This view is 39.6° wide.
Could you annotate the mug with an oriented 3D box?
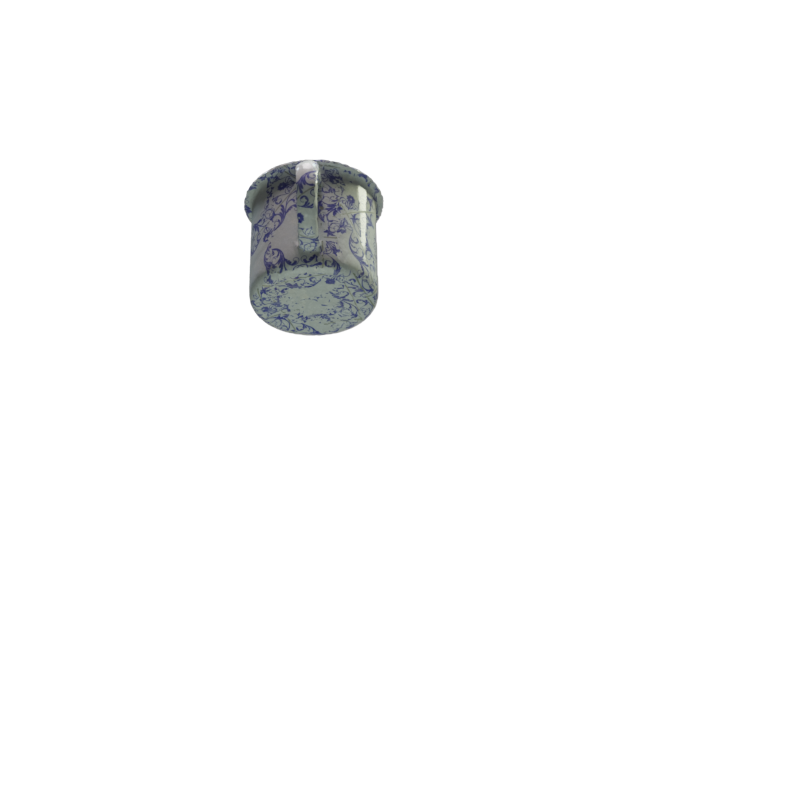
[{"bbox_3d":[-0.055,-0.101,0.707,0.093,0.087,0.110,0,-33,-2],"label":"mug"}]
